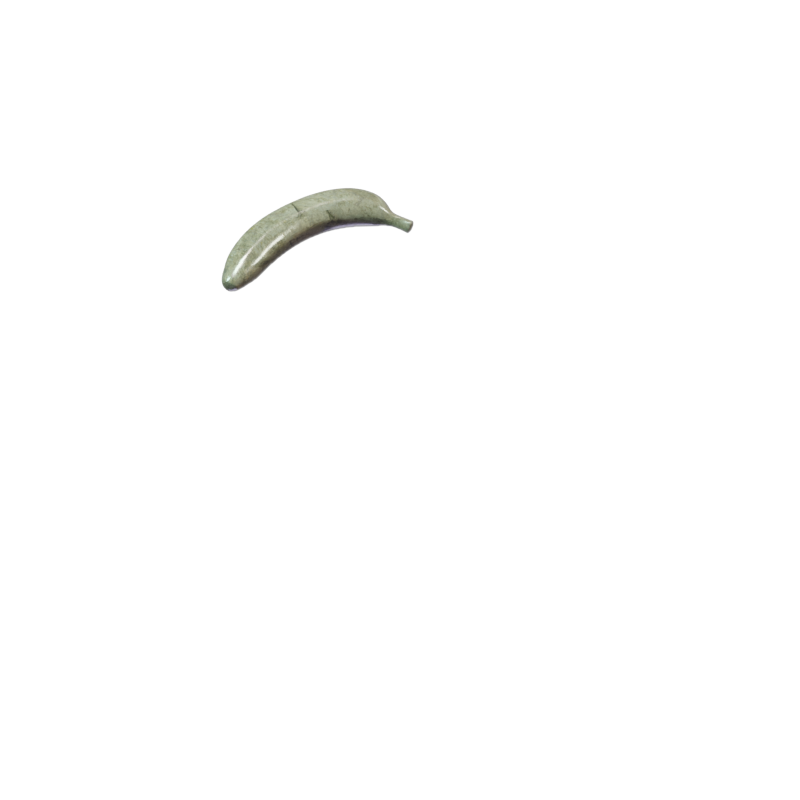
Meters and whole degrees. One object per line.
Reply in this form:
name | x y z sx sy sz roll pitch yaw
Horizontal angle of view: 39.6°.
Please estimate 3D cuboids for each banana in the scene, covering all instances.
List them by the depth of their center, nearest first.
banana | -0.085 -0.154 1.008 0.196 0.034 0.075 -24 46 -25
